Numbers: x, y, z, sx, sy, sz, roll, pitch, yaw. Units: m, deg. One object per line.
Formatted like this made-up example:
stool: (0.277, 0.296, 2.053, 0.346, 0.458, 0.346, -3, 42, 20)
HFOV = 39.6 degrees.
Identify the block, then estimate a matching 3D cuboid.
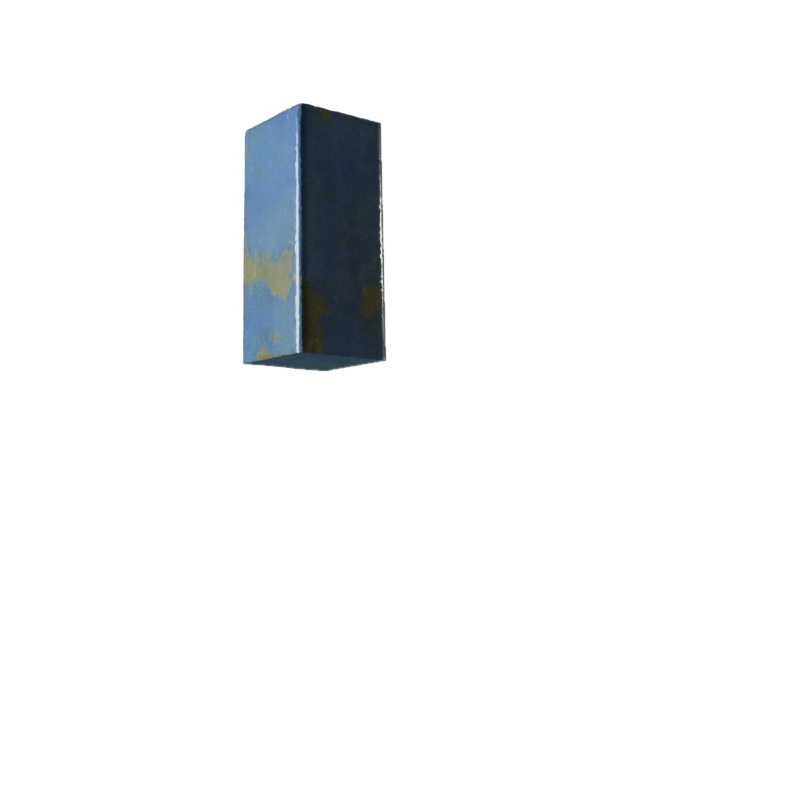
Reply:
block: (-0.074, -0.135, 0.942, 0.086, 0.213, 0.092, 8, -15, -37)
